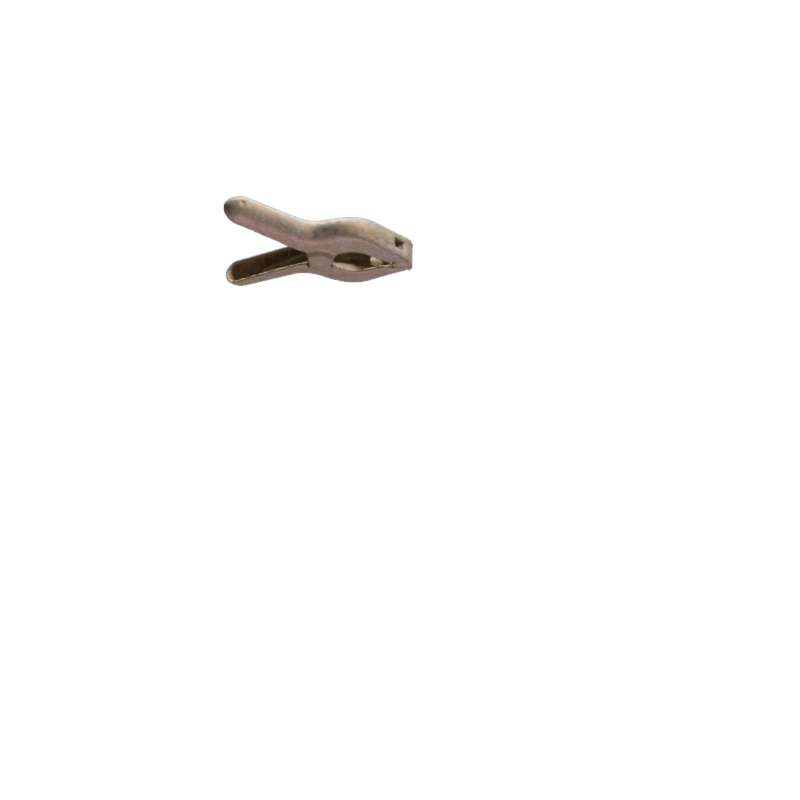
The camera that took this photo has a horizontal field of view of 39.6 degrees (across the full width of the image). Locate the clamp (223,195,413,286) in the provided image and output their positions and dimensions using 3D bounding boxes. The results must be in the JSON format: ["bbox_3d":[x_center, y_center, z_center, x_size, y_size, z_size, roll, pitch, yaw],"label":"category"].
[{"bbox_3d":[-0.075,-0.137,0.962,0.172,0.041,0.113,-2,-22,4],"label":"clamp"}]
